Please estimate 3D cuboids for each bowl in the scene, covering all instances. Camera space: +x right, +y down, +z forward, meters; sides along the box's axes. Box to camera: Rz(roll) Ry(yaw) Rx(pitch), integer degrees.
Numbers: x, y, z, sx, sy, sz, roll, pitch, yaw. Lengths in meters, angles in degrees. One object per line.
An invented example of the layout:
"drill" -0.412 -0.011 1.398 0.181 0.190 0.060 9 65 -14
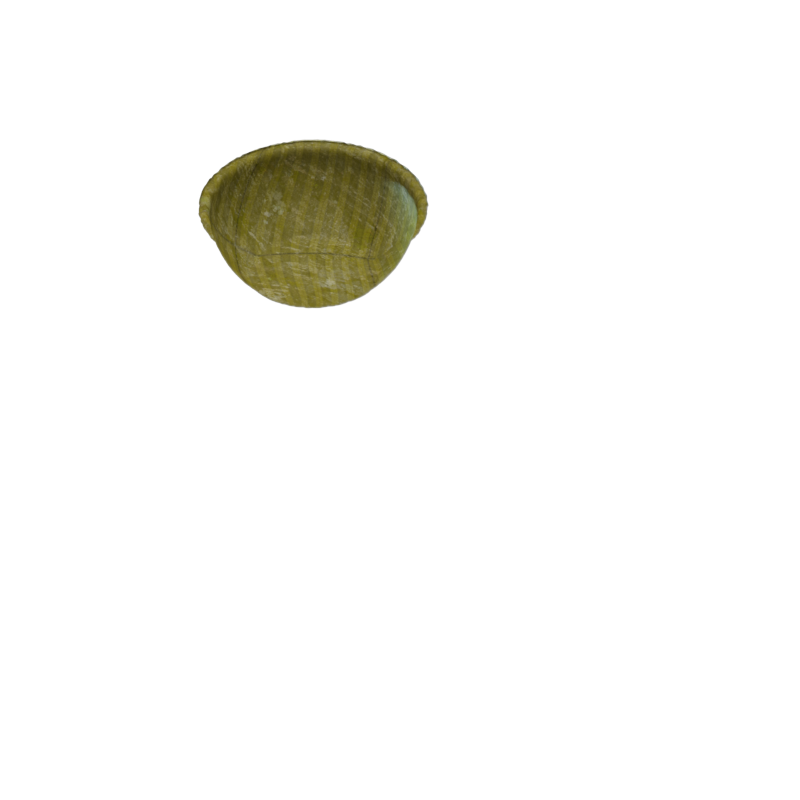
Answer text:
"bowl" -0.060 -0.110 0.769 0.162 0.059 0.152 1 -28 -2
